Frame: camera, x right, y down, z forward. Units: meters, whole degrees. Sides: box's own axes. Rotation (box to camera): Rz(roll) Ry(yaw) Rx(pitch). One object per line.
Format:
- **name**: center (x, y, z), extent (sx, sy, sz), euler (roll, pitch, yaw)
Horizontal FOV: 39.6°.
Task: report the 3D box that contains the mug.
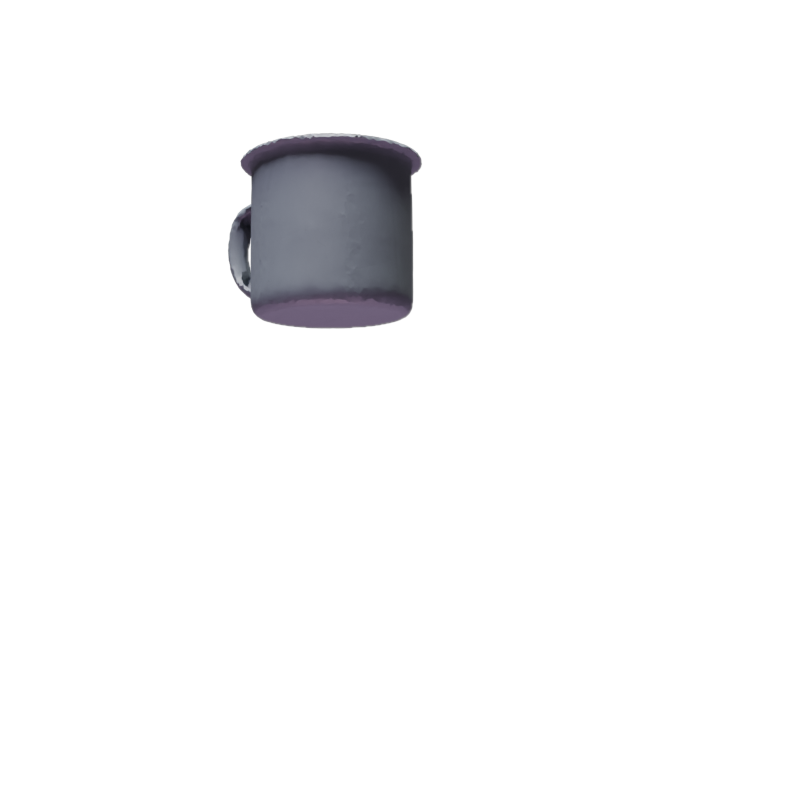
- **mug**: center (-0.045, -0.081, 0.569), extent (0.120, 0.084, 0.088), euler (-6, -11, 36)
